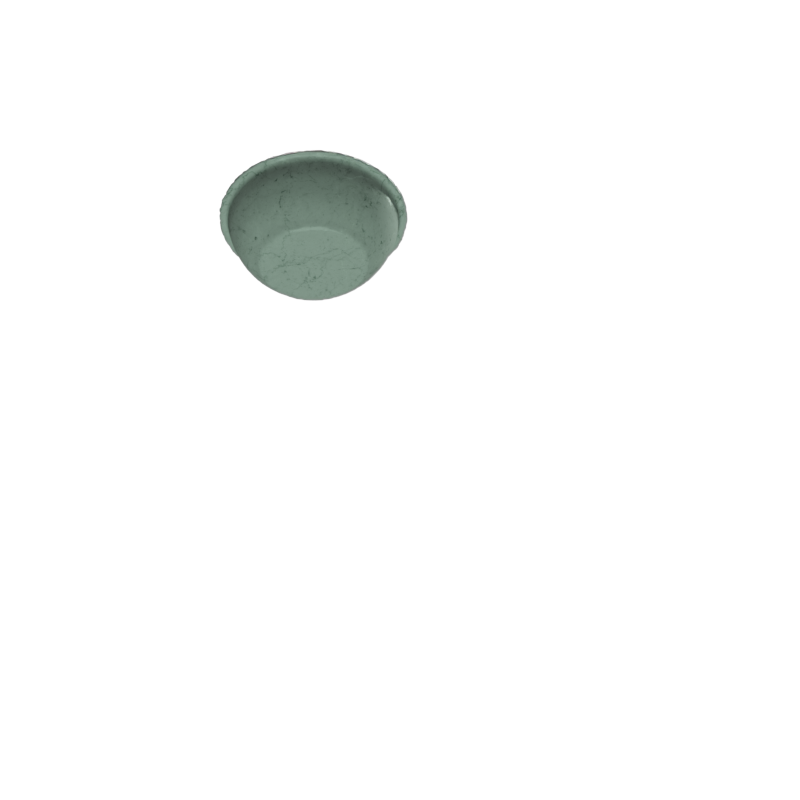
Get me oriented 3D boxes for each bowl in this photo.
[{"bbox_3d":[-0.073,-0.134,0.938,0.162,0.059,0.151,1,-39,-1],"label":"bowl"}]
